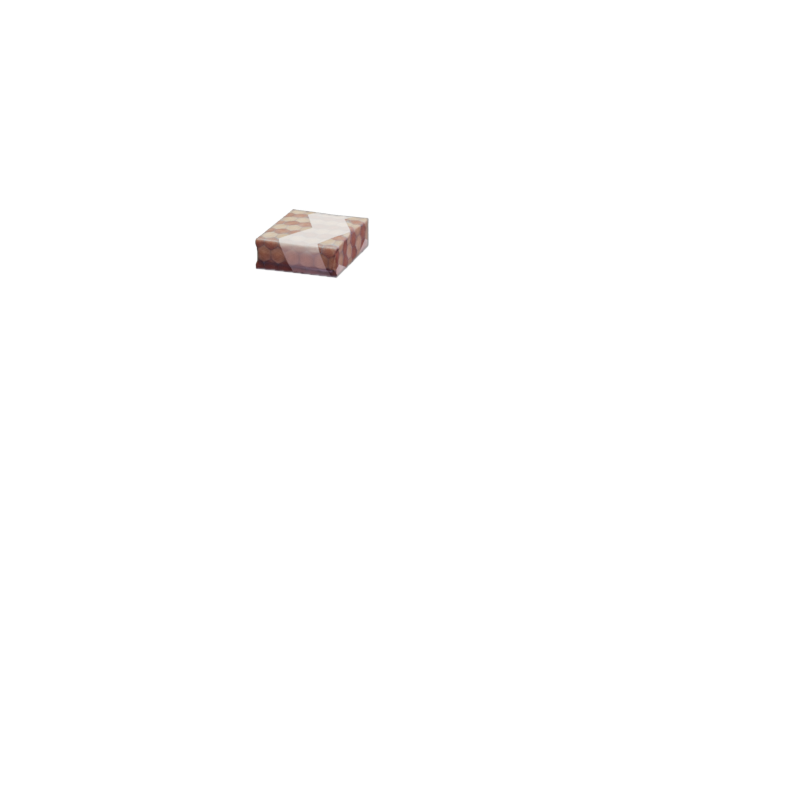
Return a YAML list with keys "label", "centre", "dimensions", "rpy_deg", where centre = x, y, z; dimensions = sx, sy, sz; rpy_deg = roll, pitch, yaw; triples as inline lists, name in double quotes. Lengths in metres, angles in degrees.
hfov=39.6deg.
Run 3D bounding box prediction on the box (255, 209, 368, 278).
- label: "box"
  centre: [-0.074, -0.135, 0.949]
  dimensions: [0.075, 0.029, 0.091]
  rpy_deg: [8, 27, 16]
